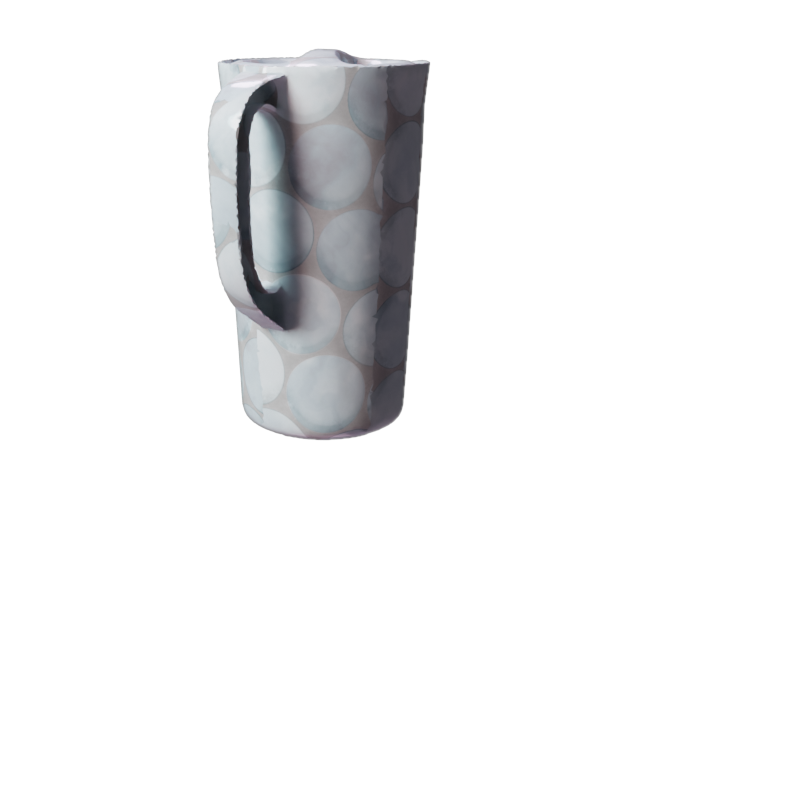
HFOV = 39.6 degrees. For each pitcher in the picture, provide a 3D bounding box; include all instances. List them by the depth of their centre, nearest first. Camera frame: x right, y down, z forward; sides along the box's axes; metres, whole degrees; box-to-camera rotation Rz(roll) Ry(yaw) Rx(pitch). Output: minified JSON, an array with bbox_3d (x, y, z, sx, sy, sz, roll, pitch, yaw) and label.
[{"bbox_3d":[-0.056,-0.102,0.711,0.147,0.236,0.152,-3,14,-15],"label":"pitcher"}]
